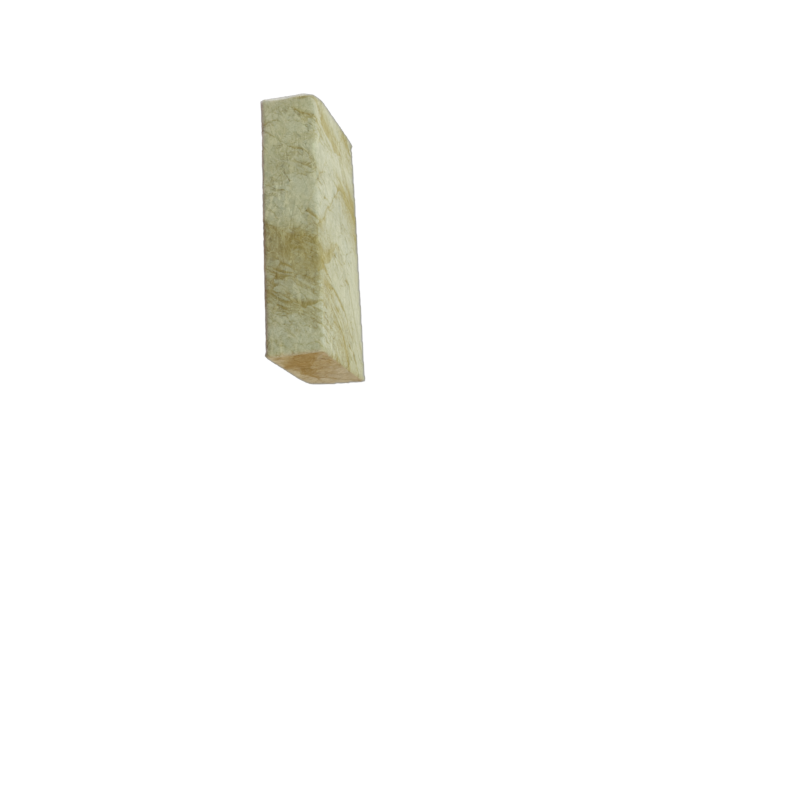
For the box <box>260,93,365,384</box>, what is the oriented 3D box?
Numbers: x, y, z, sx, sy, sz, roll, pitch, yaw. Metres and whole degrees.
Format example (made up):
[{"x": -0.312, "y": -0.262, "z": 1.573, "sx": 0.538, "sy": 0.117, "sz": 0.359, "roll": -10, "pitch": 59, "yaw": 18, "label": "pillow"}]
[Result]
[{"x": -0.057, "y": -0.105, "z": 0.735, "sx": 0.049, "sy": 0.184, "sz": 0.088, "roll": -6, "pitch": -18, "yaw": 14, "label": "box"}]
